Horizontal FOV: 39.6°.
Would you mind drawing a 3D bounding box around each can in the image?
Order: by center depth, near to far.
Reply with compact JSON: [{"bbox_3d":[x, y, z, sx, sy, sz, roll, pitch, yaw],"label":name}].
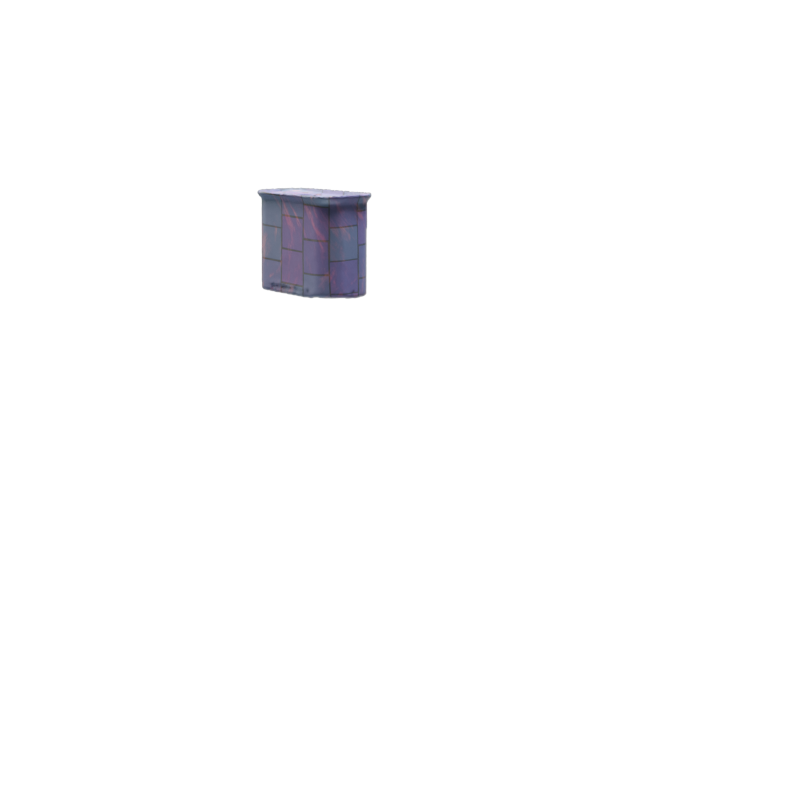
[{"bbox_3d":[-0.072,-0.131,0.916,0.056,0.082,0.107,-8,14,-42],"label":"can"}]
